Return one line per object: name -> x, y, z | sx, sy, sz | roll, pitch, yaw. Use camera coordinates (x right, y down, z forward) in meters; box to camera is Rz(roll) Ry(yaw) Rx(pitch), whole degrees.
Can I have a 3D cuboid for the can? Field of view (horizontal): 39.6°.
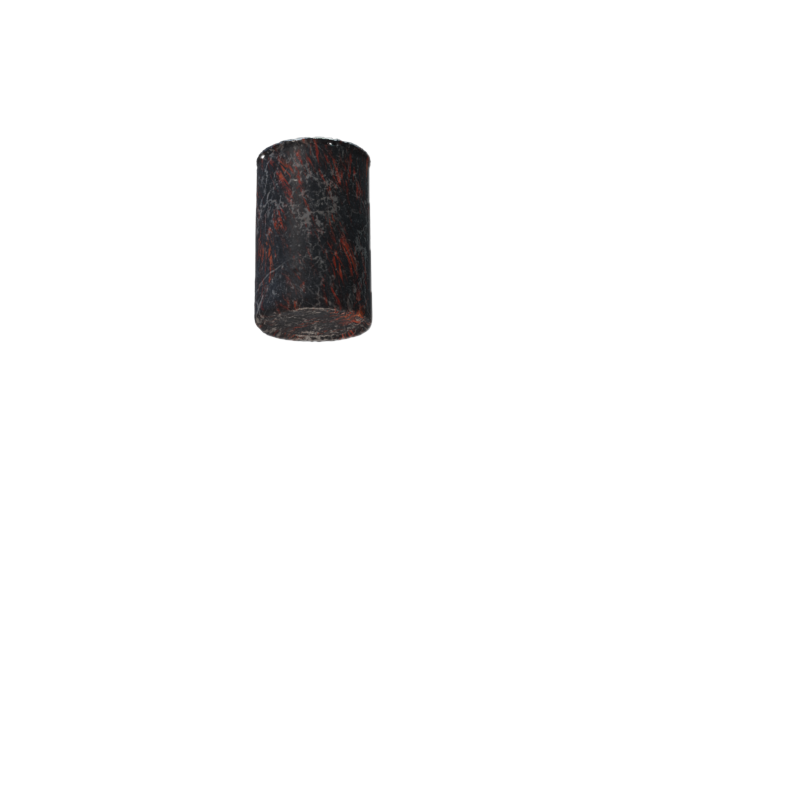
can -> -0.050, -0.091, 0.639 | 0.068, 0.107, 0.066 | 0, -19, -2
